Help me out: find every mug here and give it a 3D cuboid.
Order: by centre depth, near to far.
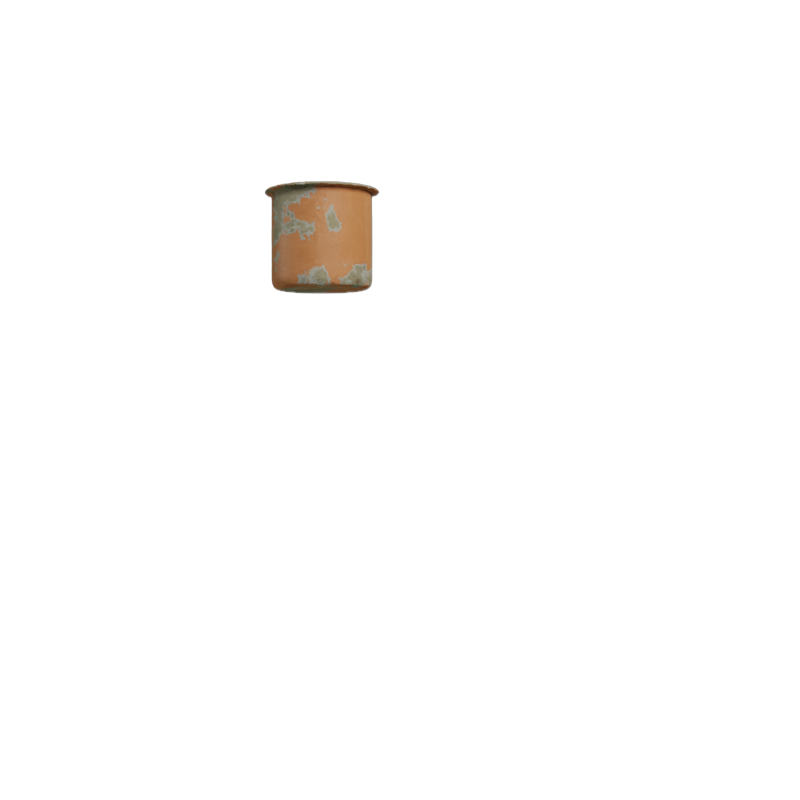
[{"bbox_3d":[-0.071,-0.130,0.909,0.089,0.083,0.121,2,-3,-38],"label":"mug"}]
